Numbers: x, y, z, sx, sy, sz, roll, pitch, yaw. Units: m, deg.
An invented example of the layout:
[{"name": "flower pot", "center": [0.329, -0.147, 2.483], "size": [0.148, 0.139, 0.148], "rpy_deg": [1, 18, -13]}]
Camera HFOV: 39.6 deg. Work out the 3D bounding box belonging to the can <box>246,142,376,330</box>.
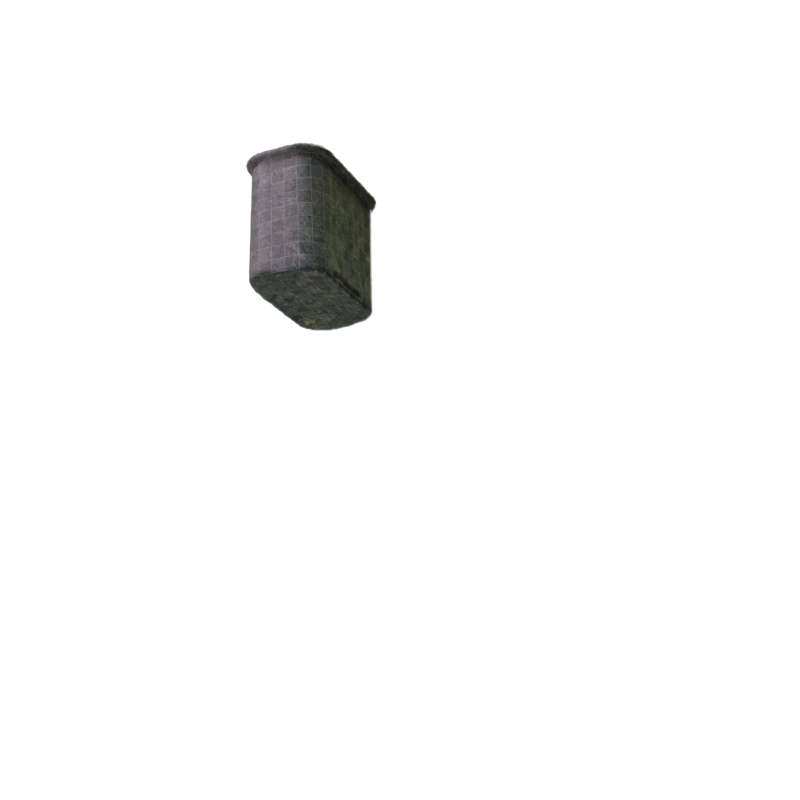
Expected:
[{"name": "can", "center": [-0.055, -0.100, 0.699], "size": [0.058, 0.088, 0.095], "rpy_deg": [-11, -24, 22]}]
